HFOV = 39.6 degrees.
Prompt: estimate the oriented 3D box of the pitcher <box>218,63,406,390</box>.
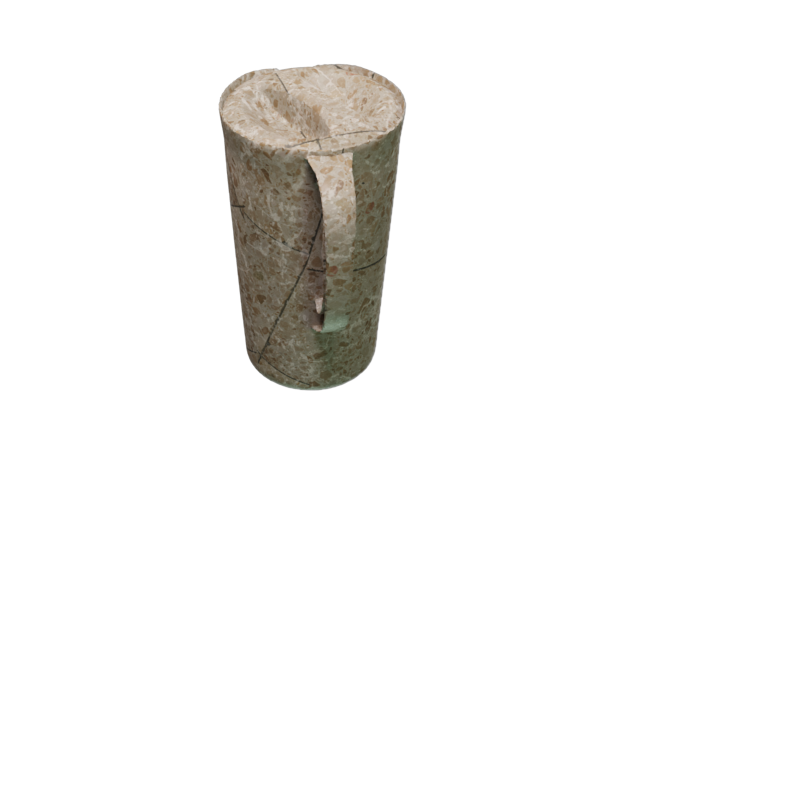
[{"bbox_3d":[-0.066,-0.121,0.844,0.152,0.227,0.152,22,43,23],"label":"pitcher"}]
